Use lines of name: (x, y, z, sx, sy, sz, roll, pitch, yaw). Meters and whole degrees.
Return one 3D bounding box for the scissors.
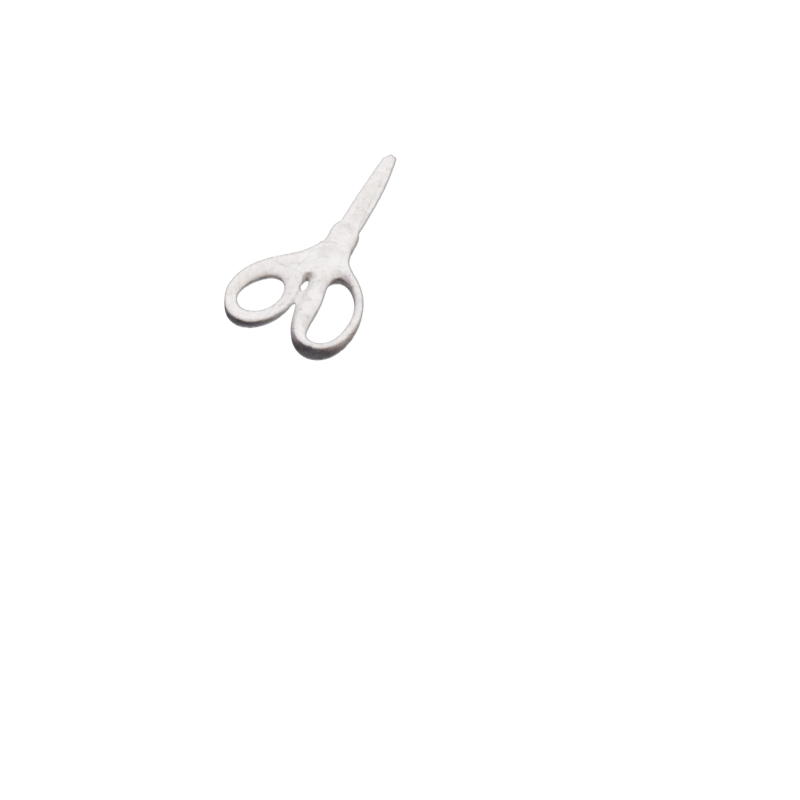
scissors: (-0.057, -0.105, 0.734, 0.097, 0.215, 0.015, 3, -45, 3)
